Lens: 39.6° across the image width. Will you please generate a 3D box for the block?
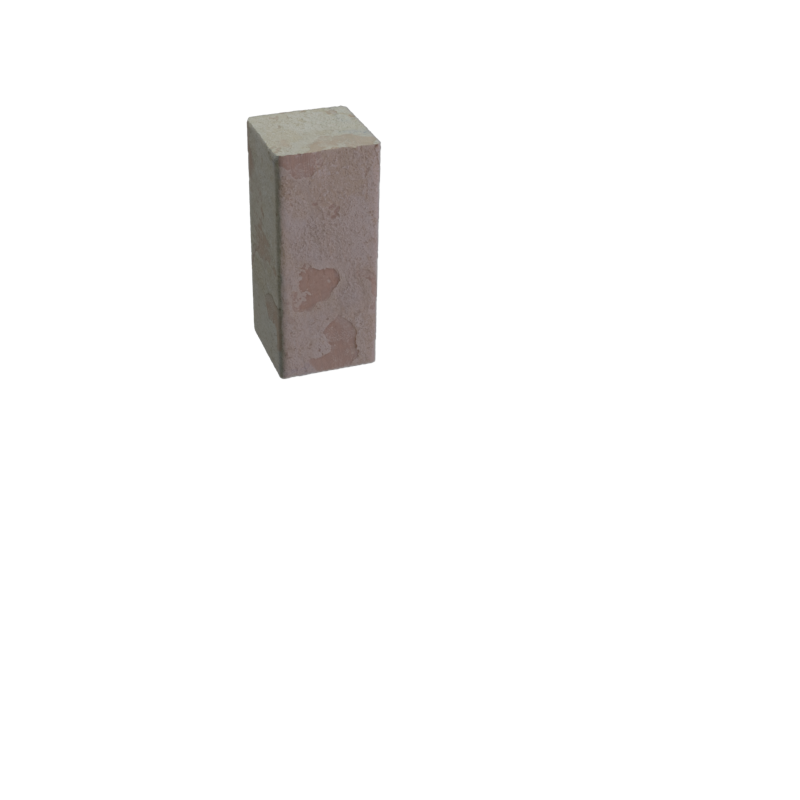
[{"bbox_3d":[-0.074,-0.134,0.941,0.089,0.194,0.098,-9,32,-18],"label":"block"}]
